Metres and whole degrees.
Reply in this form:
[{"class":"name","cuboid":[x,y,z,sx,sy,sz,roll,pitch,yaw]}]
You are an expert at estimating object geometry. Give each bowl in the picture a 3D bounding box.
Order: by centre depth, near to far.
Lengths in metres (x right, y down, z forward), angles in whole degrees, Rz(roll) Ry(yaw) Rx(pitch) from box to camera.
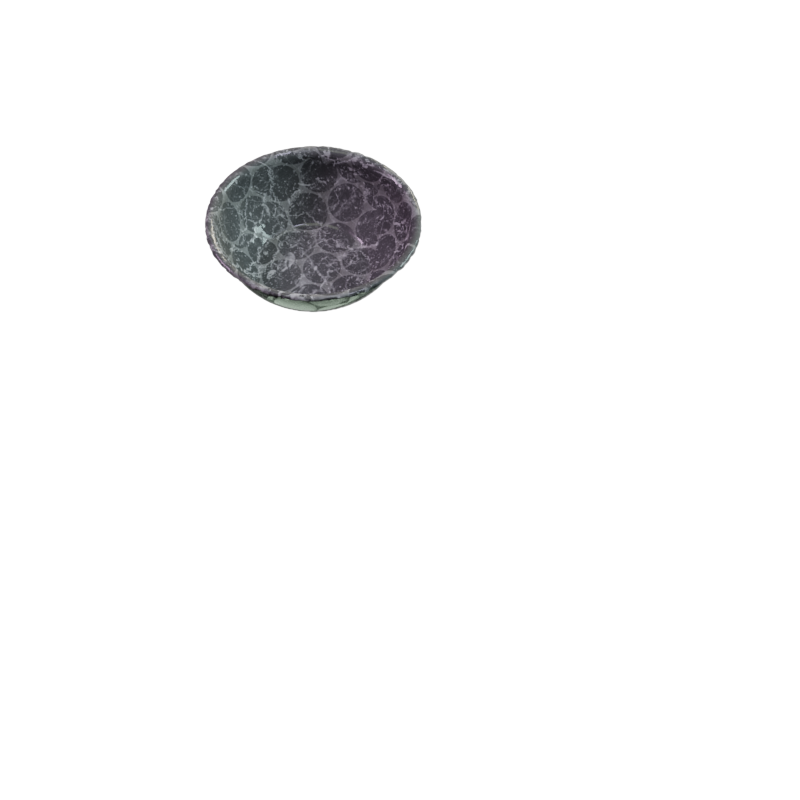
[{"class":"bowl","cuboid":[-0.066,-0.120,0.842,0.162,0.174,0.051,-1,-40,-1]}]
